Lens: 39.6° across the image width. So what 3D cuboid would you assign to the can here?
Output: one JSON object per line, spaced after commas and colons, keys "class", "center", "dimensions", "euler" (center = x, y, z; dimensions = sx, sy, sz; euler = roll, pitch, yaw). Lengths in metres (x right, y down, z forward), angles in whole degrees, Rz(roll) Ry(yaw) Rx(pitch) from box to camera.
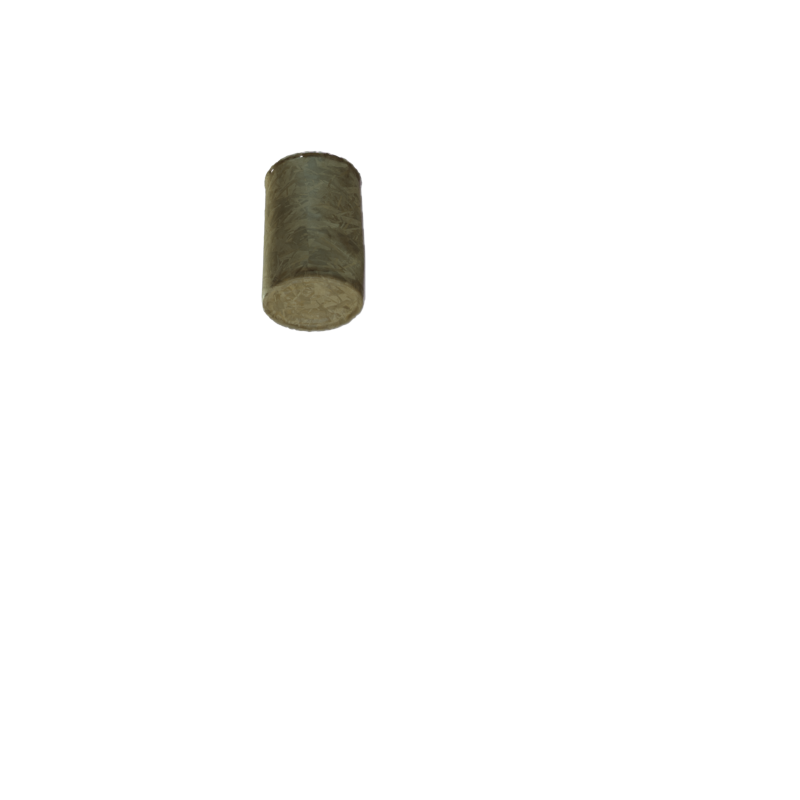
{"class": "can", "center": [-0.058, -0.106, 0.739], "dimensions": [0.068, 0.109, 0.064], "euler": [-1, -33, -2]}
